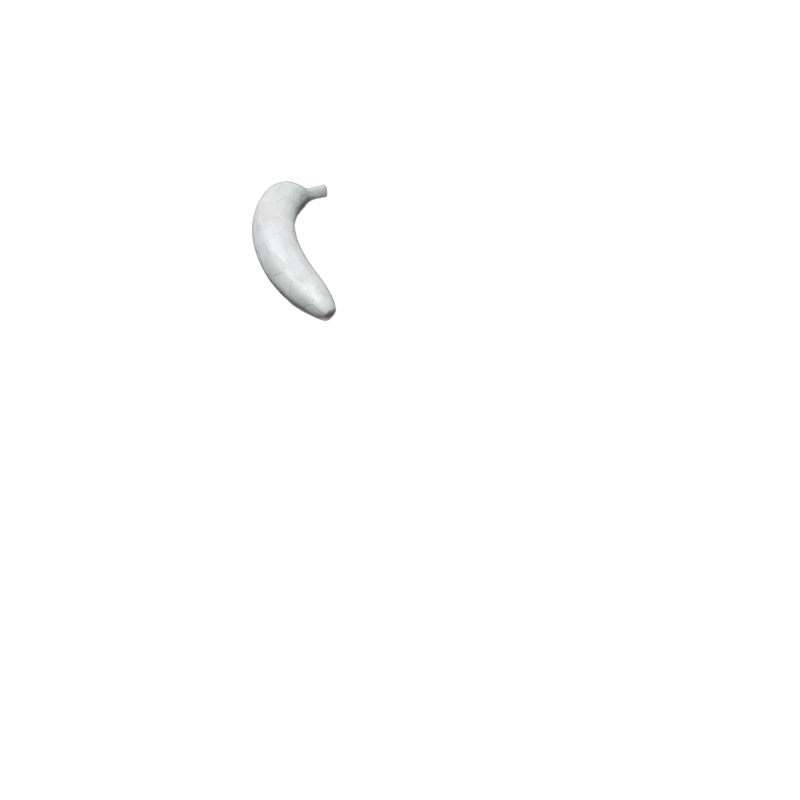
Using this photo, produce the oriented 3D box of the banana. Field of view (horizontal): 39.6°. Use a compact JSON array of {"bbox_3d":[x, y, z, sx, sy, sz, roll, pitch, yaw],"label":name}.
[{"bbox_3d":[-0.094,-0.139,0.958,0.069,0.034,0.212,-2,41,-4],"label":"banana"}]
